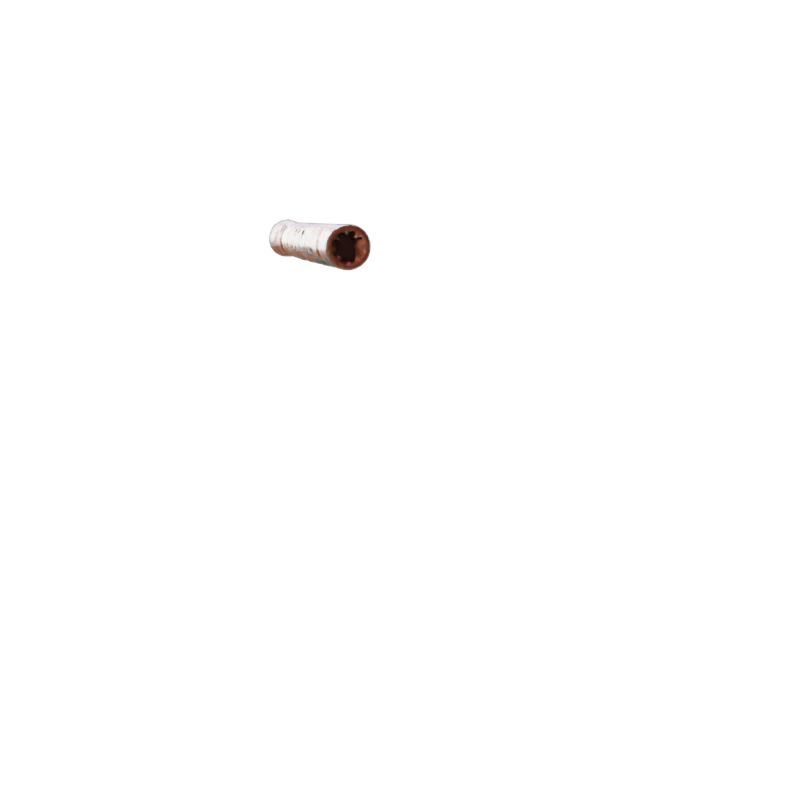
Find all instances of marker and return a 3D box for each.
[{"bbox_3d":[-0.040,-0.072,0.505,0.019,0.019,0.125,-1,10,-18],"label":"marker"}]
